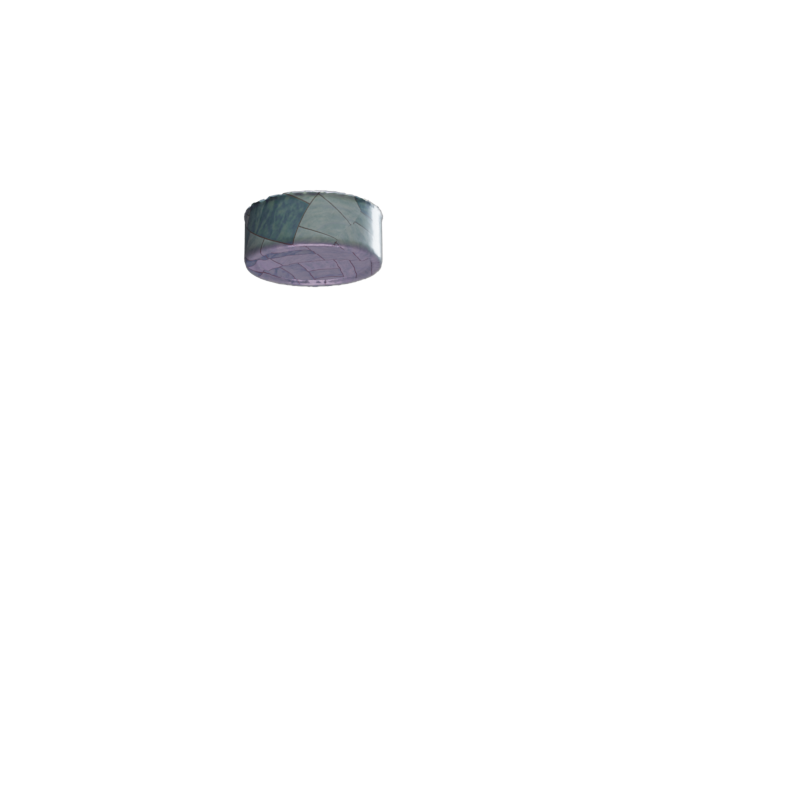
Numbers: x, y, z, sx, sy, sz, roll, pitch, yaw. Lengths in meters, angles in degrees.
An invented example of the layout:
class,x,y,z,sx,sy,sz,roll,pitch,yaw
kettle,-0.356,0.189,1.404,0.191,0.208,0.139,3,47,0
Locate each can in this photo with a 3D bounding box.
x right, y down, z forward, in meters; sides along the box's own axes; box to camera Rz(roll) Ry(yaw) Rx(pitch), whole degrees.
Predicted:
class,x,y,z,sx,sy,sz,roll,pitch,yaw
can,-0.053,-0.097,0.678,0.086,0.035,0.083,0,-13,-2
